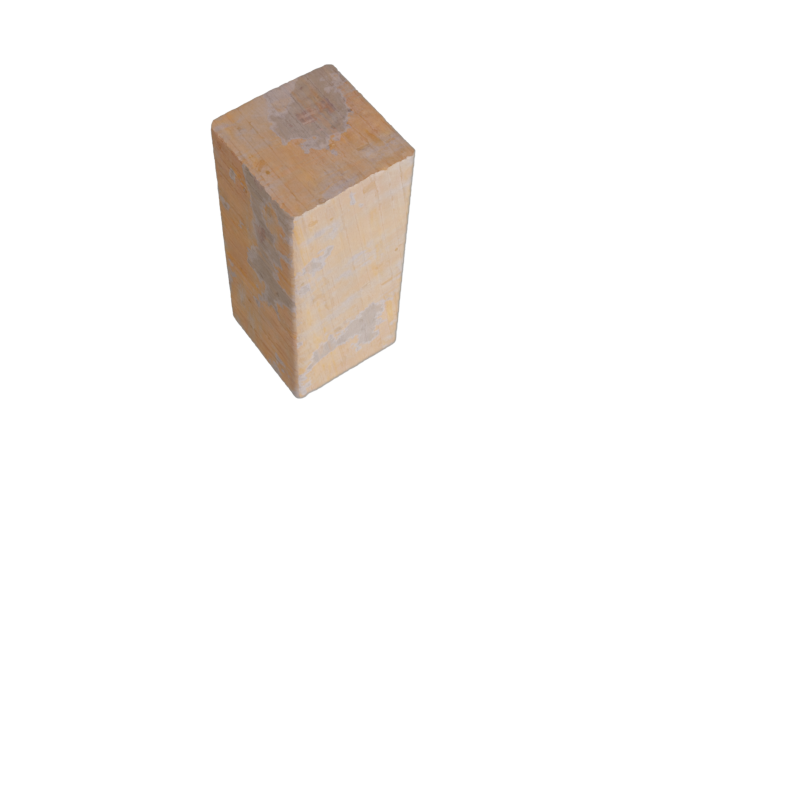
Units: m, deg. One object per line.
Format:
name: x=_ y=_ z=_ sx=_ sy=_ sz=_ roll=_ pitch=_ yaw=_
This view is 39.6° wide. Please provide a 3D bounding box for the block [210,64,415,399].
block: x=-0.057 y=-0.103 z=0.722 sx=0.090 sy=0.097 sz=0.193 roll=-30 pitch=-25 yaw=-20
